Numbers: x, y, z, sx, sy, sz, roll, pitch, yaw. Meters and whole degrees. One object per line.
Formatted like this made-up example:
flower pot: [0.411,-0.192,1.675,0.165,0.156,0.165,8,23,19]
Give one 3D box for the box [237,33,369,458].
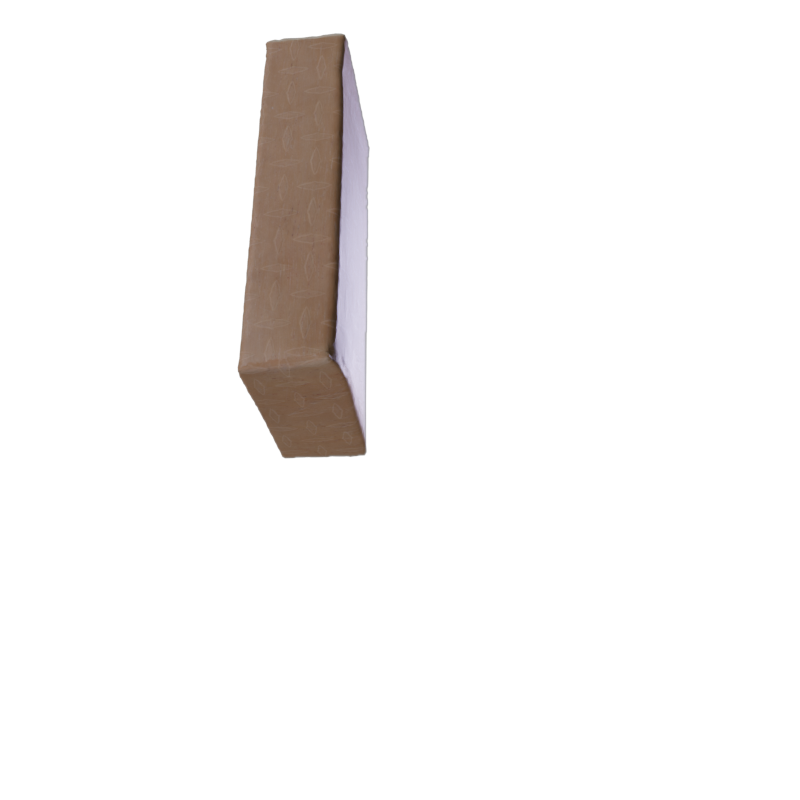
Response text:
box: [-0.040,-0.073,0.513,0.048,0.188,0.087,-6,-31,5]
